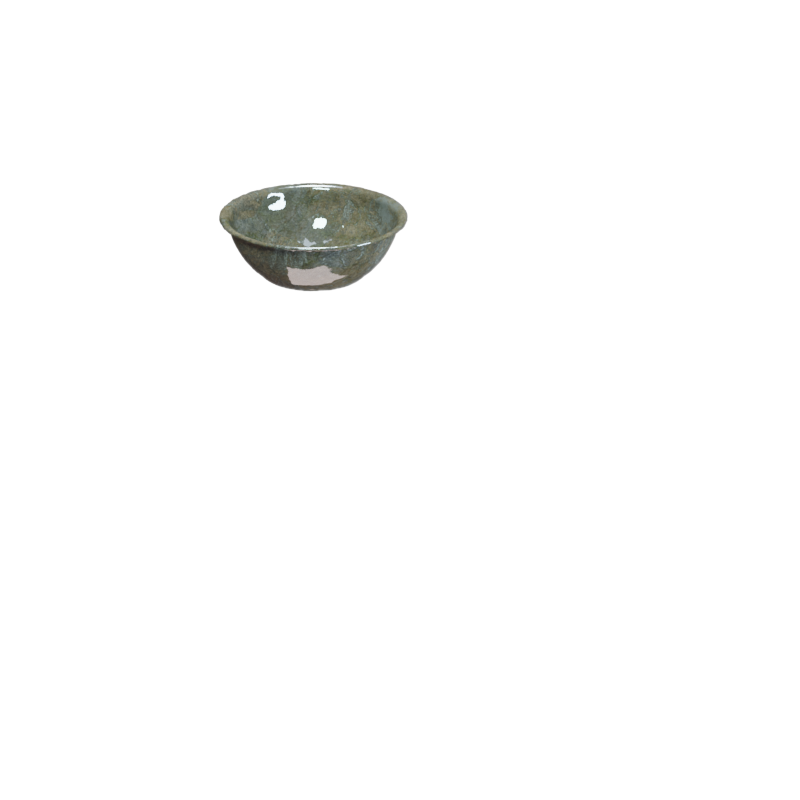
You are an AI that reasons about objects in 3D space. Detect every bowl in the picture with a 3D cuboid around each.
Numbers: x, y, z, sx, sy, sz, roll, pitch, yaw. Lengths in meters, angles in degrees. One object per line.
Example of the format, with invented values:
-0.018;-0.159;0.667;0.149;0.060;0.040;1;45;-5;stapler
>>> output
-0.075;-0.137;0.962;0.162;0.052;0.171;-1;28;-2;bowl
